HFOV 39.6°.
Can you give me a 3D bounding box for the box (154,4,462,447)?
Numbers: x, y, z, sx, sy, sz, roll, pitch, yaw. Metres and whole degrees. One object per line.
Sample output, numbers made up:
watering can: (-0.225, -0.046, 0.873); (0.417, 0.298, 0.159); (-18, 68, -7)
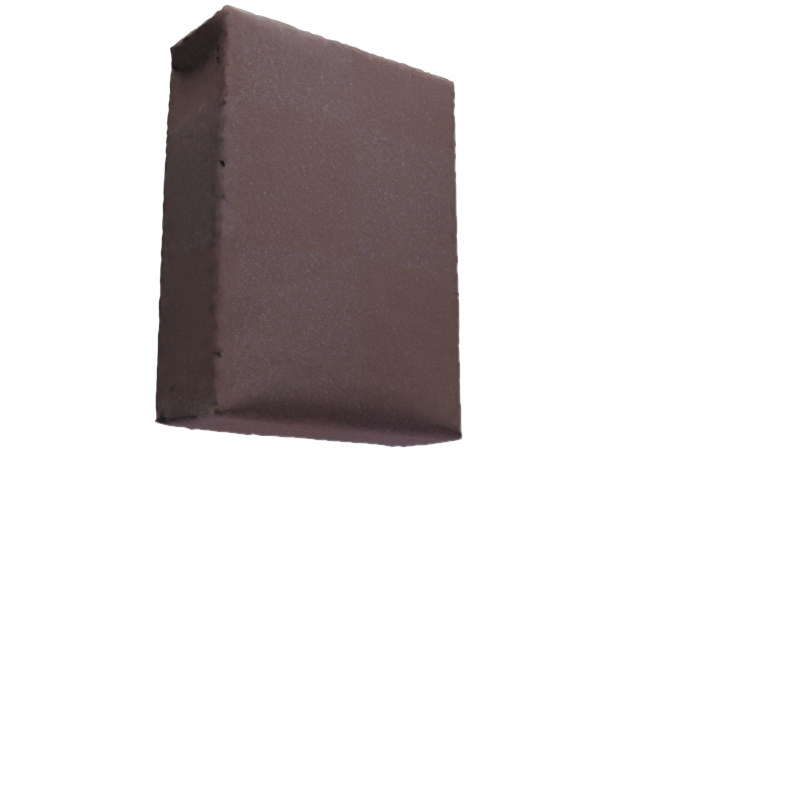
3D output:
box: (-0.048, -0.087, 0.611); (0.156, 0.222, 0.073); (9, -18, -37)
